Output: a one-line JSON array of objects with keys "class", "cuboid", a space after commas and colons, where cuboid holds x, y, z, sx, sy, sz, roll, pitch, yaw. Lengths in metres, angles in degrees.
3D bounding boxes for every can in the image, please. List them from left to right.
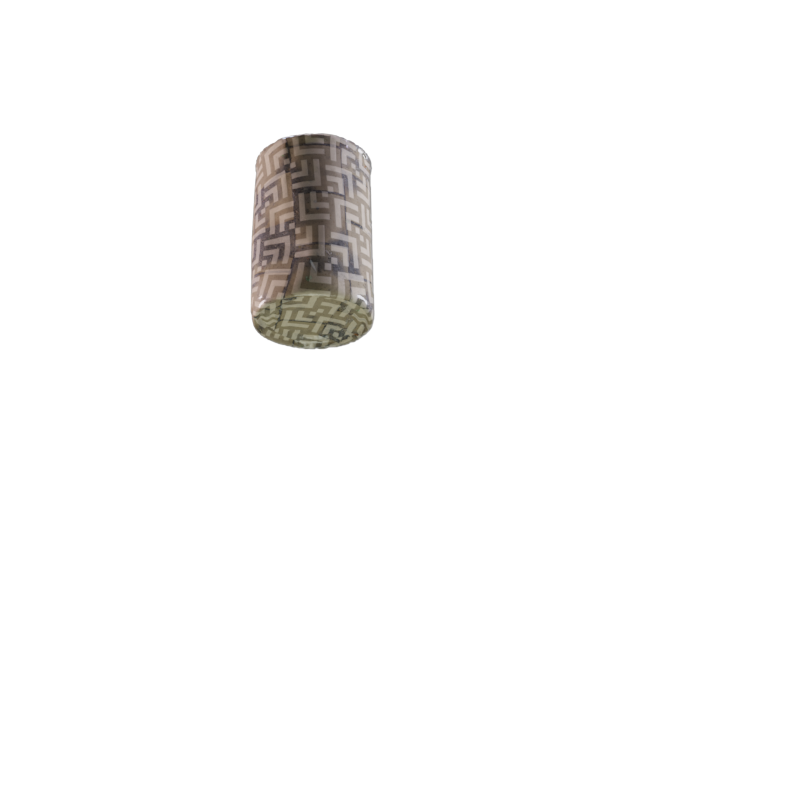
[{"class": "can", "cuboid": [-0.048, -0.088, 0.618, 0.068, 0.109, 0.064, 0, -28, -2]}]
